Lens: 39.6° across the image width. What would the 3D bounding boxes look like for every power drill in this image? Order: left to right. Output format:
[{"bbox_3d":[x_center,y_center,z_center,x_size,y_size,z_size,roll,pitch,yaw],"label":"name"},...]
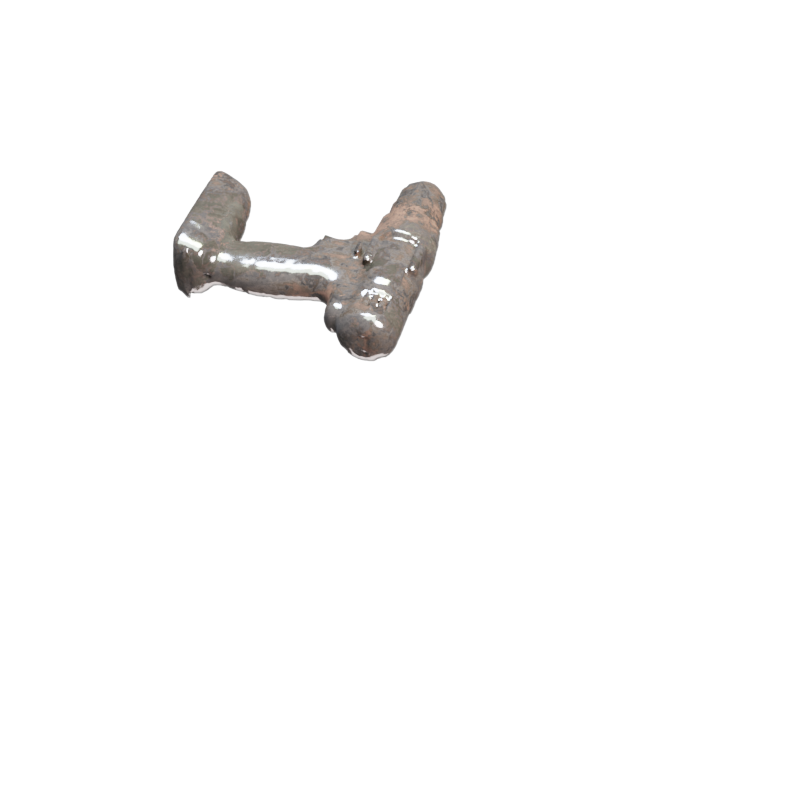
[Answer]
[{"bbox_3d":[-0.067,-0.122,0.855,0.192,0.053,0.193,12,45,12],"label":"power drill"}]
